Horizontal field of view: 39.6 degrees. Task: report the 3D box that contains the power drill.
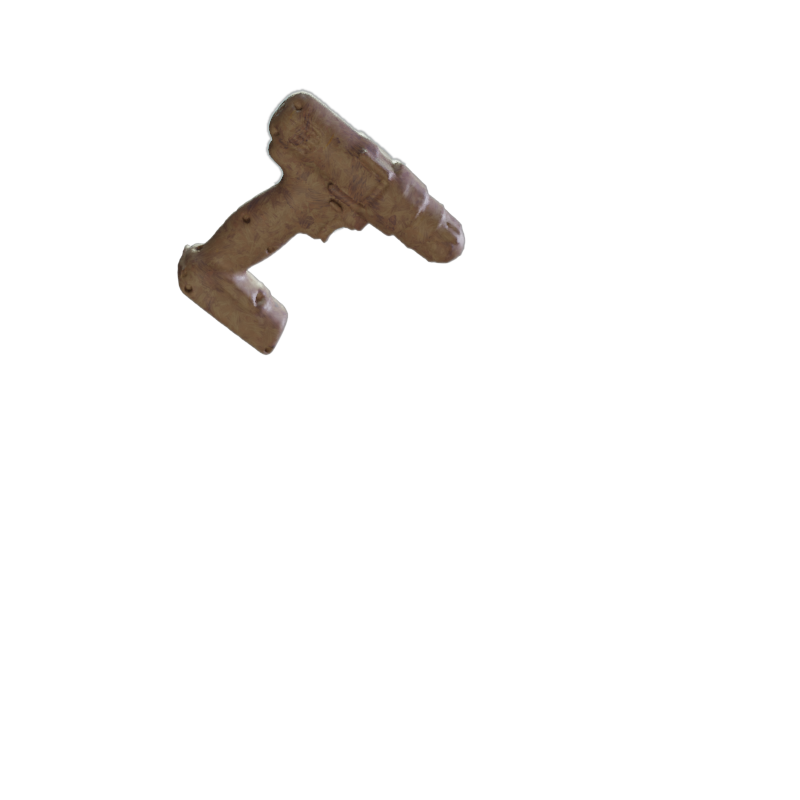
[{"bbox_3d":[-0.068,-0.124,0.866,0.177,0.185,0.061,40,19,-17],"label":"power drill"}]
